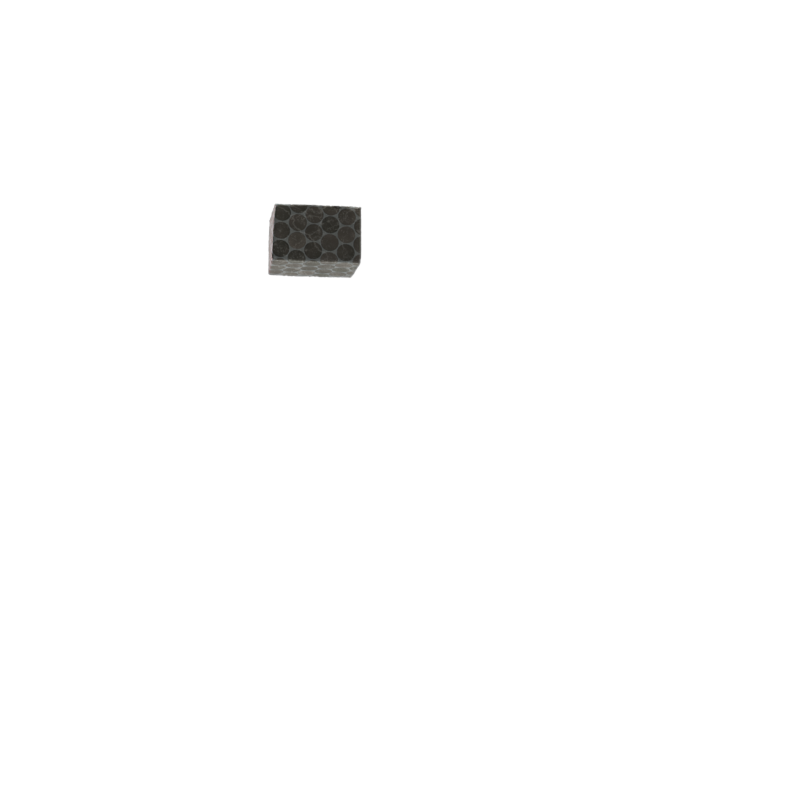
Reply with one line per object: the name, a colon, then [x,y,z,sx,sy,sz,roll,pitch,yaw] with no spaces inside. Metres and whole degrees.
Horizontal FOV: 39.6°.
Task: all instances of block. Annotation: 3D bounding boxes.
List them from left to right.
block: [-0.076,-0.138,0.968,0.077,0.053,0.052,1,-12,-9]
